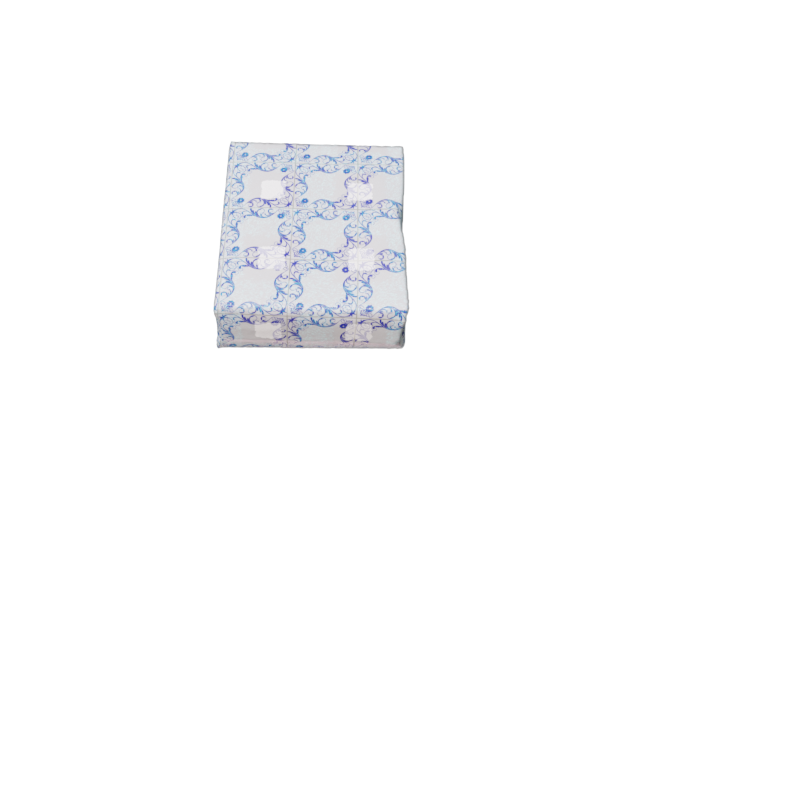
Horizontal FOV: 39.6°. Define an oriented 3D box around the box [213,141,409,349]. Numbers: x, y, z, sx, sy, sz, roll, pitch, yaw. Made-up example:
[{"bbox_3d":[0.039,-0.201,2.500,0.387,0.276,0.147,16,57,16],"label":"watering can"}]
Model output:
[{"bbox_3d":[-0.035,-0.063,0.442,0.073,0.096,0.028,1,-37,0],"label":"box"}]
